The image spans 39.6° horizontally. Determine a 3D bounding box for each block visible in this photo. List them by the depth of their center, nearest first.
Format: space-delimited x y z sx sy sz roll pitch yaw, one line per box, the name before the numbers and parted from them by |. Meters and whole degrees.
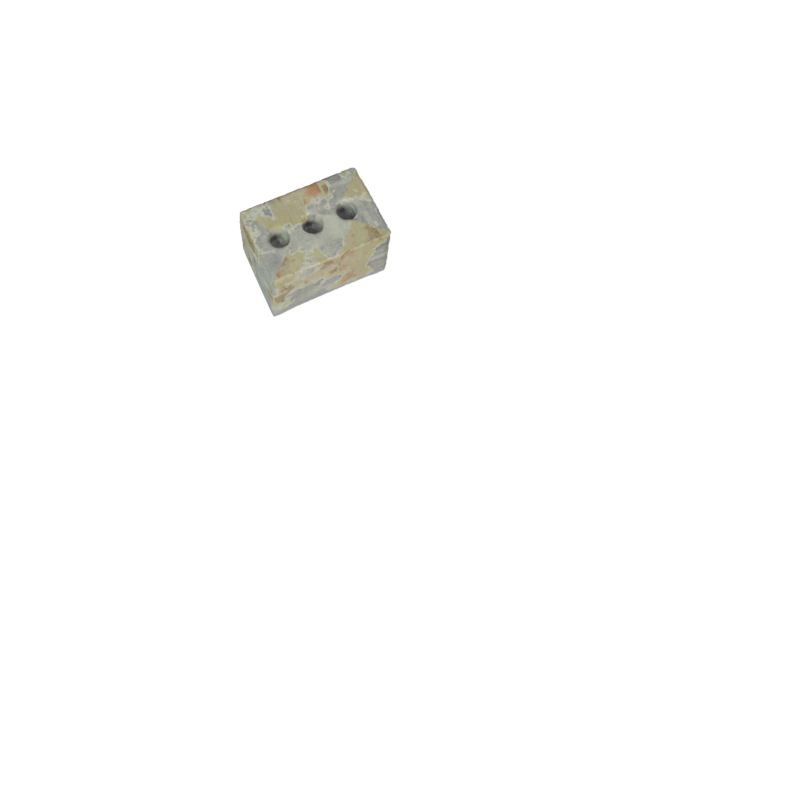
block | -0.053 -0.096 0.673 0.078 0.056 0.049 -24 -19 -11
